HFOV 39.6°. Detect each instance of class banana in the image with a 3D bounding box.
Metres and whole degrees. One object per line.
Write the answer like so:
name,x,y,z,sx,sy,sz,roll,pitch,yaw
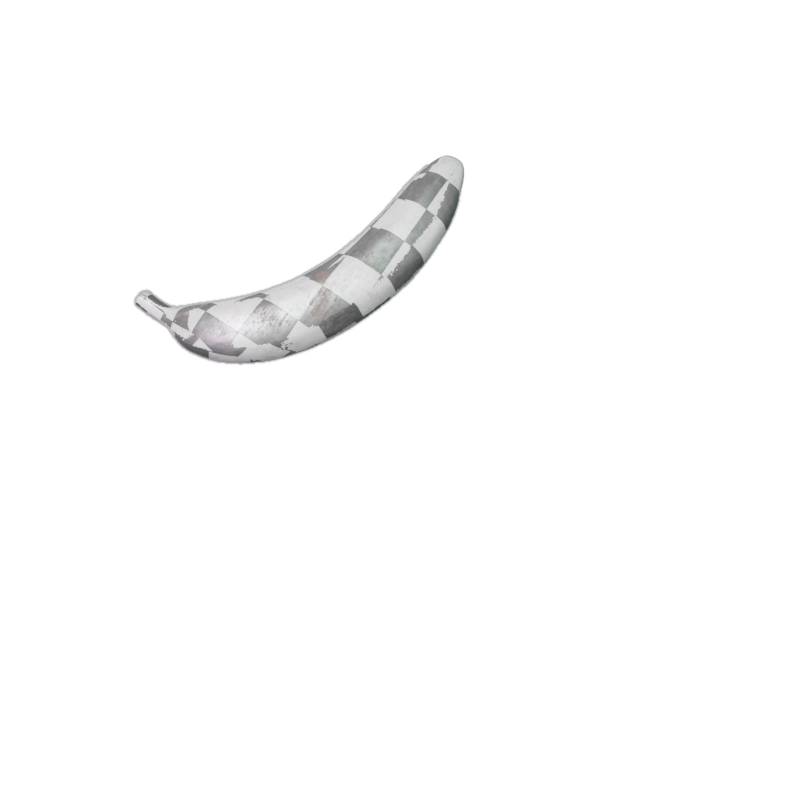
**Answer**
banana,-0.043,-0.068,0.602,0.197,0.072,0.036,-24,-11,-6
